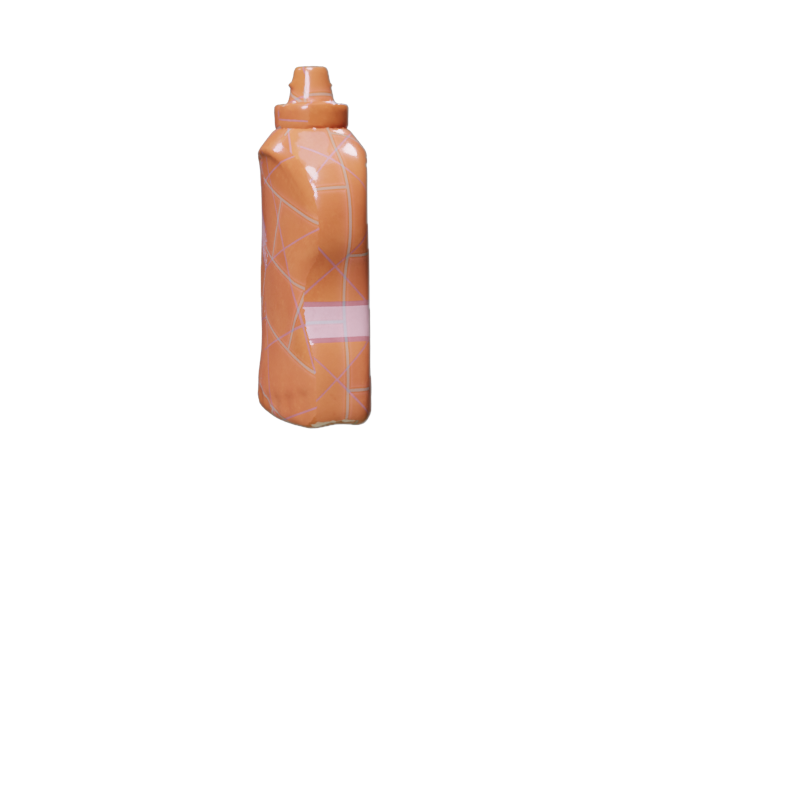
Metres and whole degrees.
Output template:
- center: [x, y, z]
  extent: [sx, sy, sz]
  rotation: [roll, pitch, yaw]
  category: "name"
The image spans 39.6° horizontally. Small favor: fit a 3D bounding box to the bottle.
- center: [-0.049, -0.088, 0.614]
  extent: [0.057, 0.189, 0.100]
  rotation: [-2, 7, -19]
  category: "bottle"
